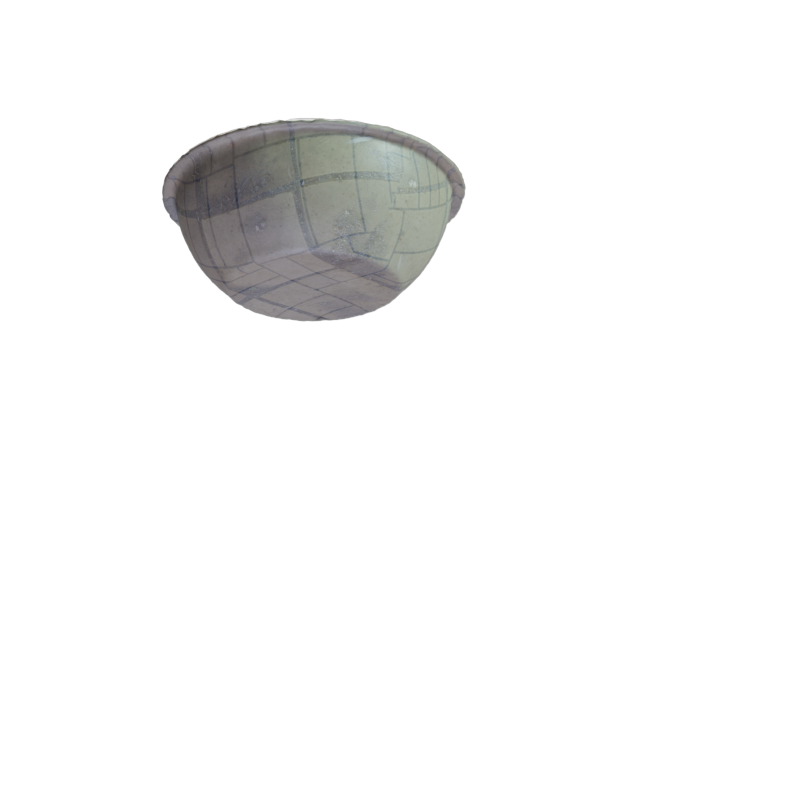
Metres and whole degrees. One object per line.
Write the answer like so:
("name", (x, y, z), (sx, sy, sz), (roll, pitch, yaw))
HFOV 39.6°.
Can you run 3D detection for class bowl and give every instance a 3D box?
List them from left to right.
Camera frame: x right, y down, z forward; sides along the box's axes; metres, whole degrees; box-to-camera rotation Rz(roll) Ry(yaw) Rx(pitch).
("bowl", (-0.046, -0.083, 0.583), (0.162, 0.058, 0.154), (0, -19, -2))
